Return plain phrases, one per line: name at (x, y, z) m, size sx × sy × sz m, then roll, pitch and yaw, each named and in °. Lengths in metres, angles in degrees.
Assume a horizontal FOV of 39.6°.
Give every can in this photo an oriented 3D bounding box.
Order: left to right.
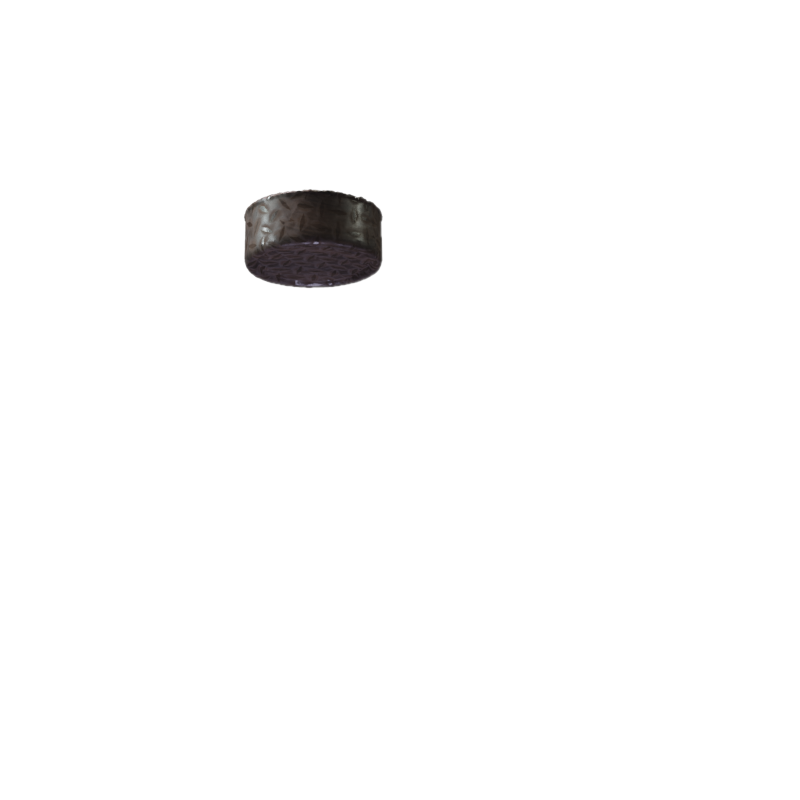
can at (-0.053, -0.097, 0.682) m, size 0.086 × 0.035 × 0.083 m, roll 0°, pitch -14°, yaw -2°
